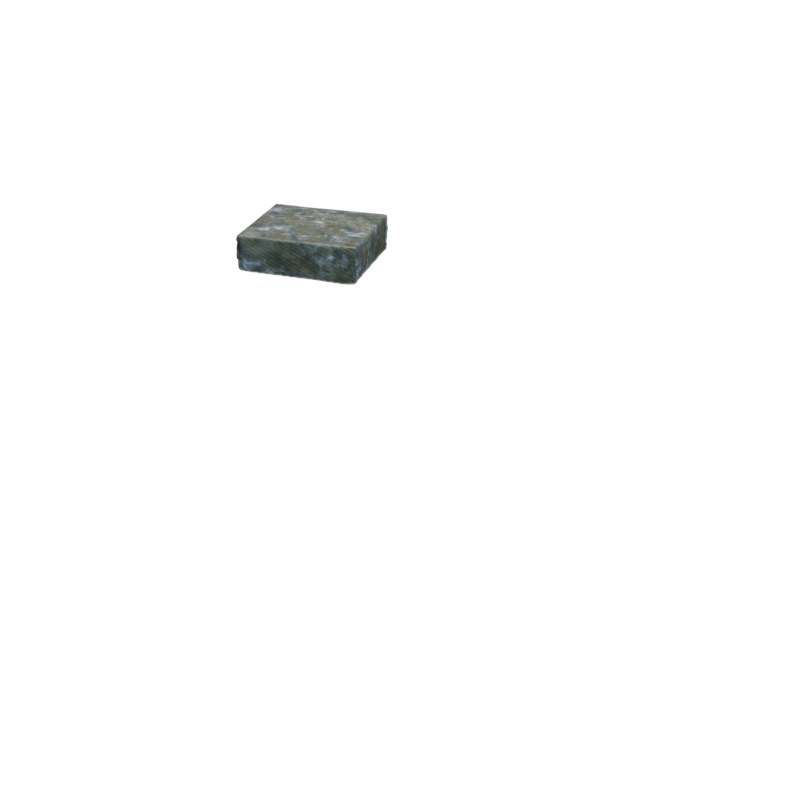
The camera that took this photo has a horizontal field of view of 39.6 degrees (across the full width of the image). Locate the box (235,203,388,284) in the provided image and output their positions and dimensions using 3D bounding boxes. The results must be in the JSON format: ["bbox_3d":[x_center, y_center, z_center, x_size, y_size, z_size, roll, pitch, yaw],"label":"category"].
[{"bbox_3d":[-0.077,-0.141,0.987,0.117,0.037,0.092,10,30,17],"label":"box"}]
